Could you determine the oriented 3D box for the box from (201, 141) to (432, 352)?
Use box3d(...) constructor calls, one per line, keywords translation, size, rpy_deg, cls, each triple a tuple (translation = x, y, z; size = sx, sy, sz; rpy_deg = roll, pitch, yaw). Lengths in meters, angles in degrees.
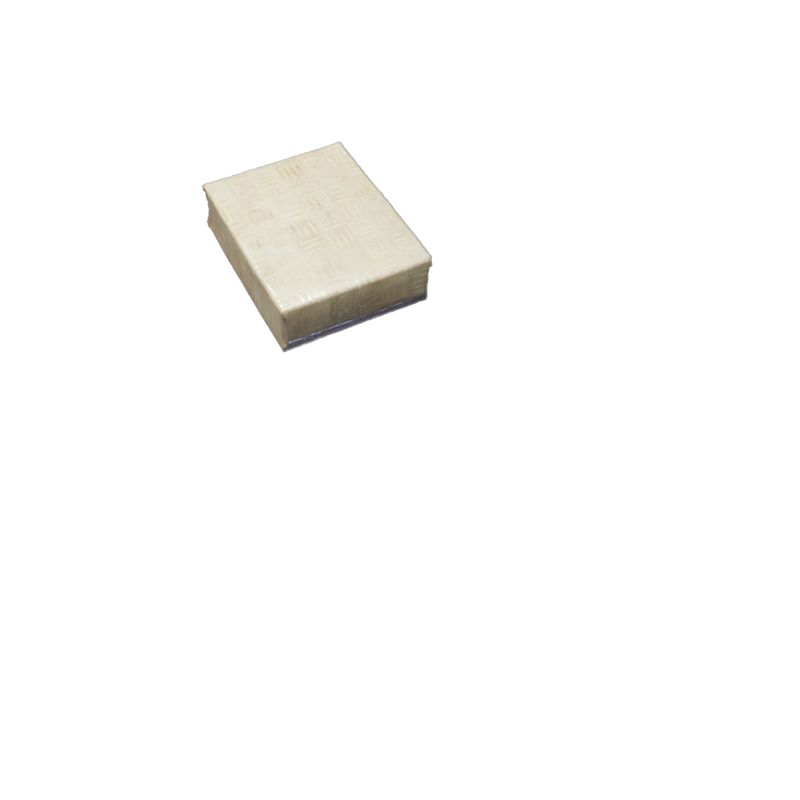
box3d(translation=(-0.048, -0.089, 0.621), size=(0.089, 0.036, 0.123), rpy_deg=(-20, 50, -19), cls="box")
